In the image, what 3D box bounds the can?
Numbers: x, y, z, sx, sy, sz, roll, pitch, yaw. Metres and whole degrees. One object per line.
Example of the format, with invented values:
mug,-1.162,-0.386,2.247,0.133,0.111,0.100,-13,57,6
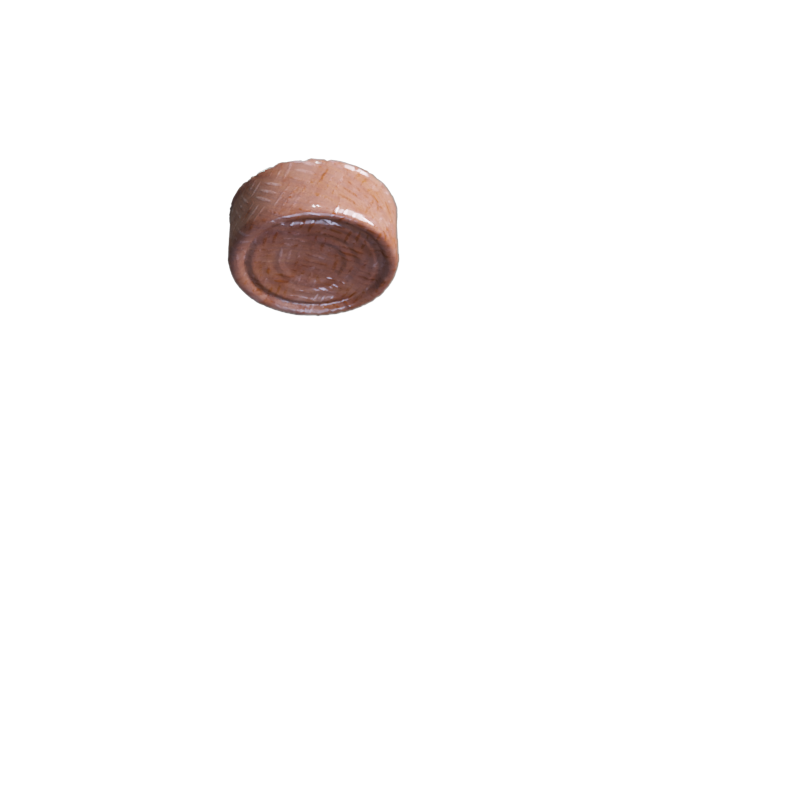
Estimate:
can,-0.043,-0.079,0.554,0.086,0.036,0.080,1,-35,-2
